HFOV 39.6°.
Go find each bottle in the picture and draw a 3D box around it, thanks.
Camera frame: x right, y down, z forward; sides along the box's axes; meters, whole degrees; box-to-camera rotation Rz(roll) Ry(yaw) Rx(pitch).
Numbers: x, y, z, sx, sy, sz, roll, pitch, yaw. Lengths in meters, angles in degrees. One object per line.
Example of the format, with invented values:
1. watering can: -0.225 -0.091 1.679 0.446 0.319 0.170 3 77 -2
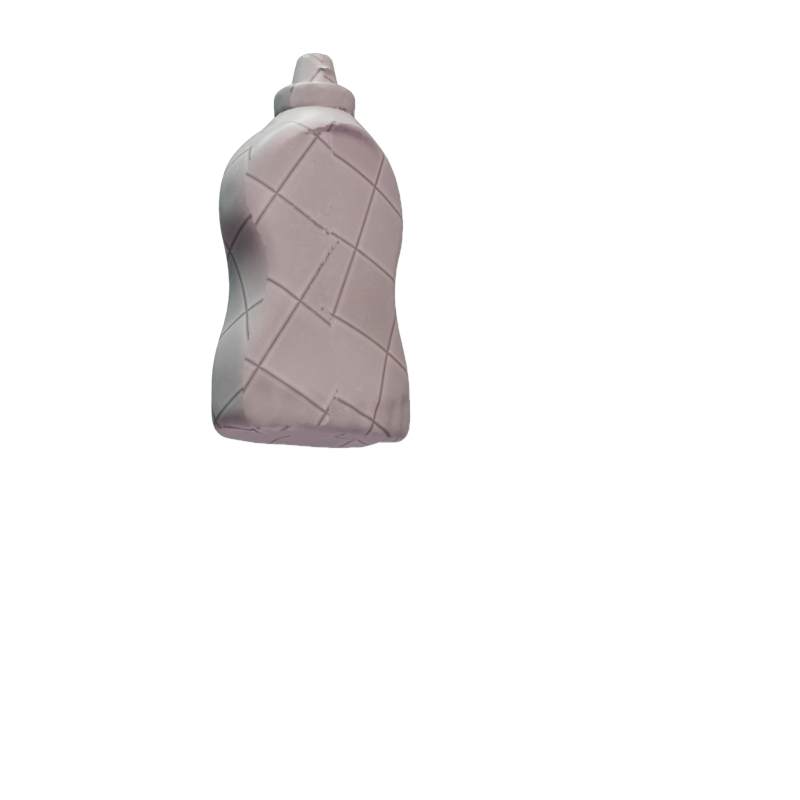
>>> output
1. bottle: -0.042 -0.077 0.536 0.092 0.199 0.059 9 -18 -34
